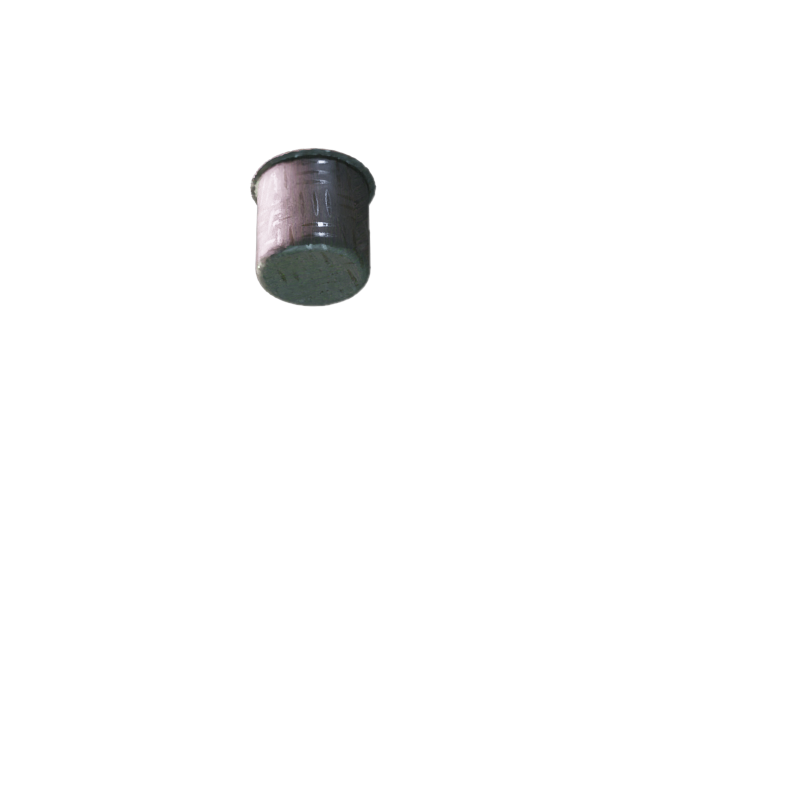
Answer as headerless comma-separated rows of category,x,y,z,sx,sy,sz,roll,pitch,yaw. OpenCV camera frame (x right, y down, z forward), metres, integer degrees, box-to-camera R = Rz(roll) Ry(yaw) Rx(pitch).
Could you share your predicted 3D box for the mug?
mug,-0.063,-0.115,0.809,0.093,0.087,0.110,0,-31,-2
